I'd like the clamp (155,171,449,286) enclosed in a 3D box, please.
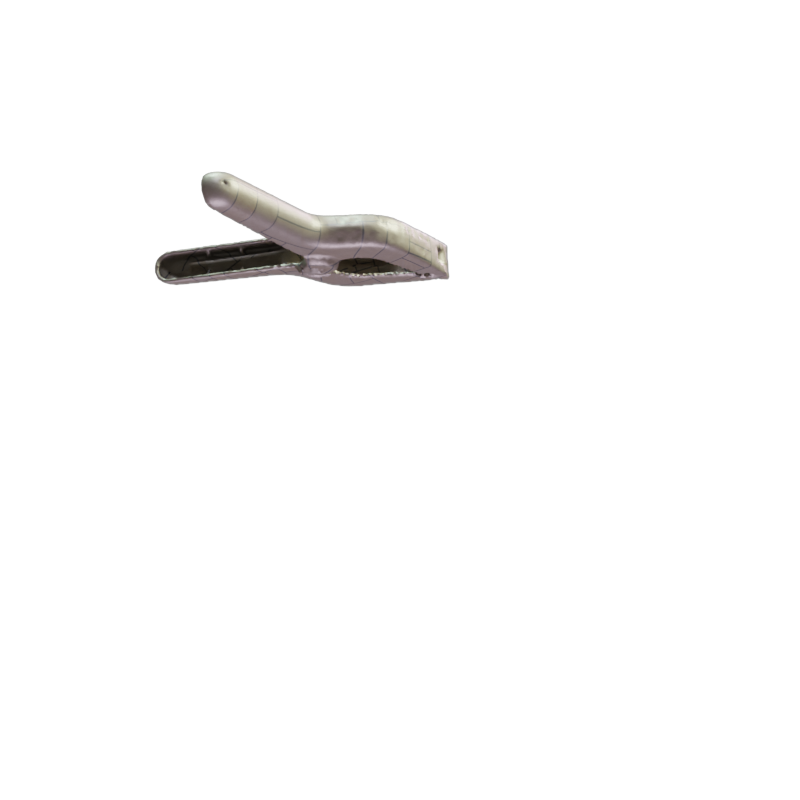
[{"bbox_3d":[-0.061,-0.111,0.776,0.206,0.038,0.161,3,-14,-13],"label":"clamp"}]
